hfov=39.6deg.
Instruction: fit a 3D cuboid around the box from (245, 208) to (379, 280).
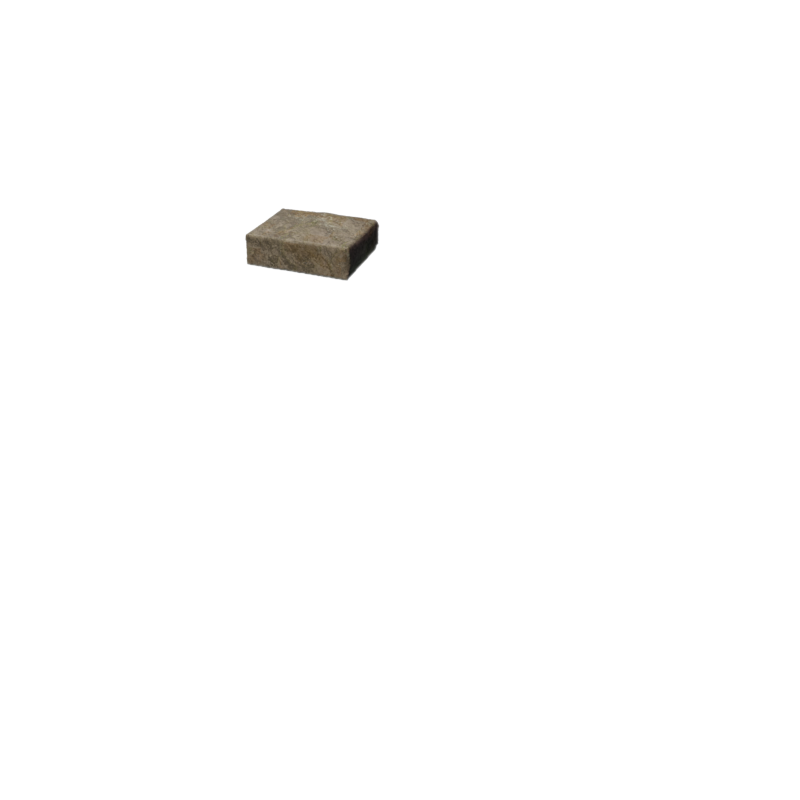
[{"bbox_3d":[-0.070,-0.128,0.899,0.092,0.029,0.075,9,27,18],"label":"box"}]
